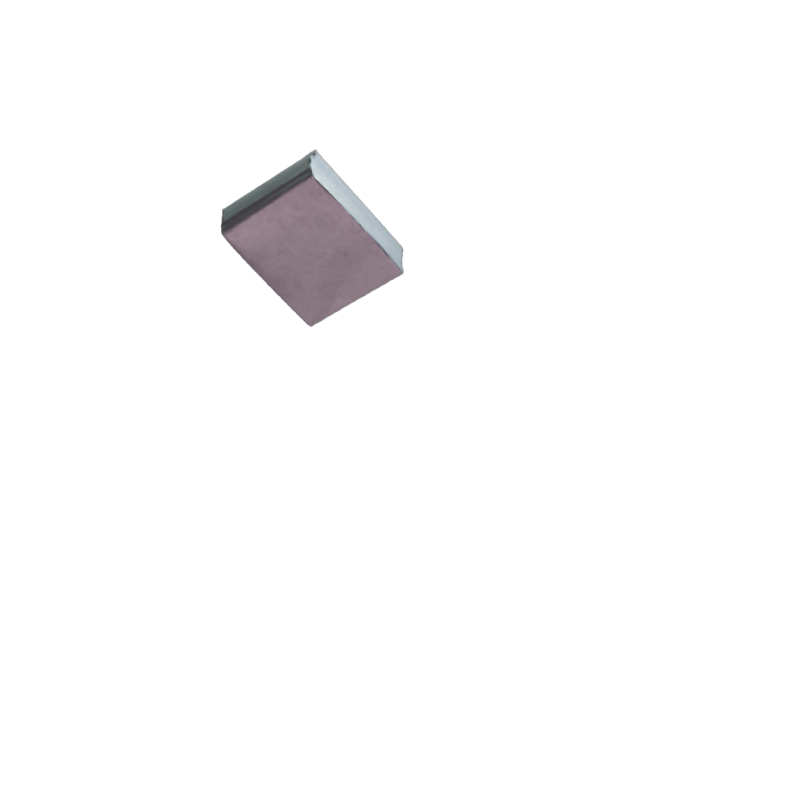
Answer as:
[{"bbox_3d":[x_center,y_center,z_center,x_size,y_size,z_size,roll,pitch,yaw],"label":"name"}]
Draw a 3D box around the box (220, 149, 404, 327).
[{"bbox_3d":[-0.064,-0.117,0.820,0.090,0.042,0.106,-30,-56,22],"label":"box"}]
